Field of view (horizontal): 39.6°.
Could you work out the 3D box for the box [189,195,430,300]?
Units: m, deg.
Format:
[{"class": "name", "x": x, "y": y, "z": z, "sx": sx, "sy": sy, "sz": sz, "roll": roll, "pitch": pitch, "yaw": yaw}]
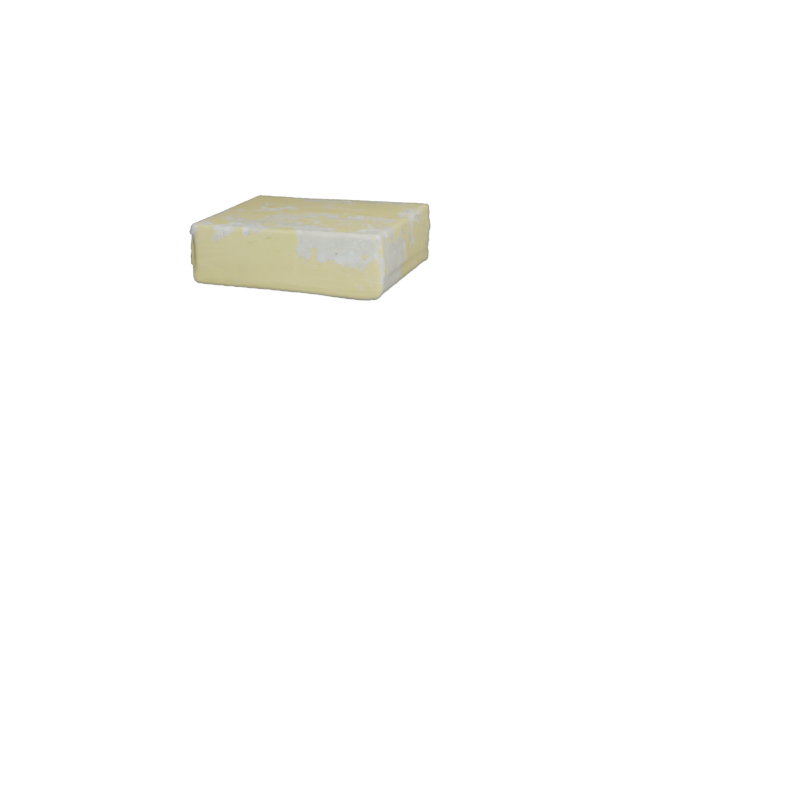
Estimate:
[{"class": "box", "x": -0.049, "y": -0.090, "z": 0.628, "sx": 0.117, "sy": 0.037, "sz": 0.091, "roll": 8, "pitch": 22, "yaw": 19}]
